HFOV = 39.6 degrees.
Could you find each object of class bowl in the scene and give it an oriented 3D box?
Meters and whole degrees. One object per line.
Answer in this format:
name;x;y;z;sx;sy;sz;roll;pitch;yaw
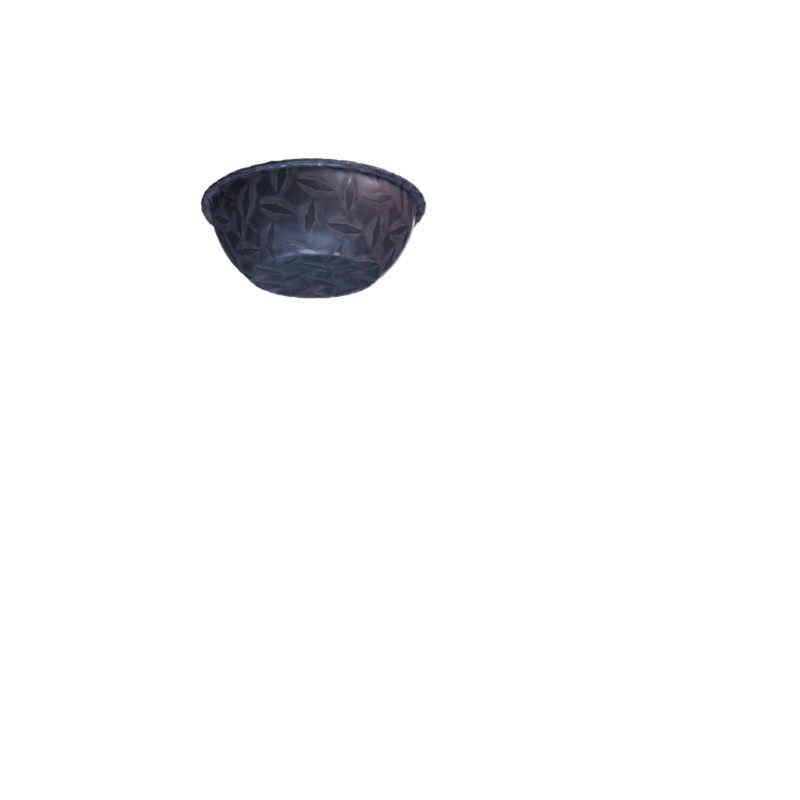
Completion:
bowl;-0.061;-0.112;0.785;0.162;0.058;0.155;0;-16;-2
